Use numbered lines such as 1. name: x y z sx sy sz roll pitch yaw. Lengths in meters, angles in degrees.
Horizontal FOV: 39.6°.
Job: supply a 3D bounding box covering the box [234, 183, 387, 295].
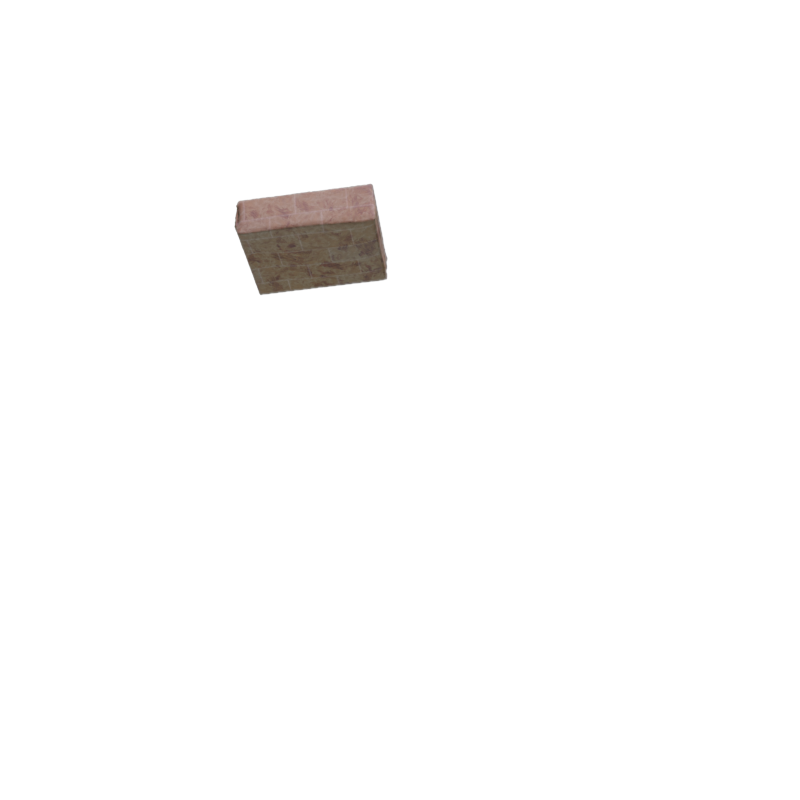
1. box: -0.071 -0.130 0.907 0.114 0.041 0.083 -4 -31 6
